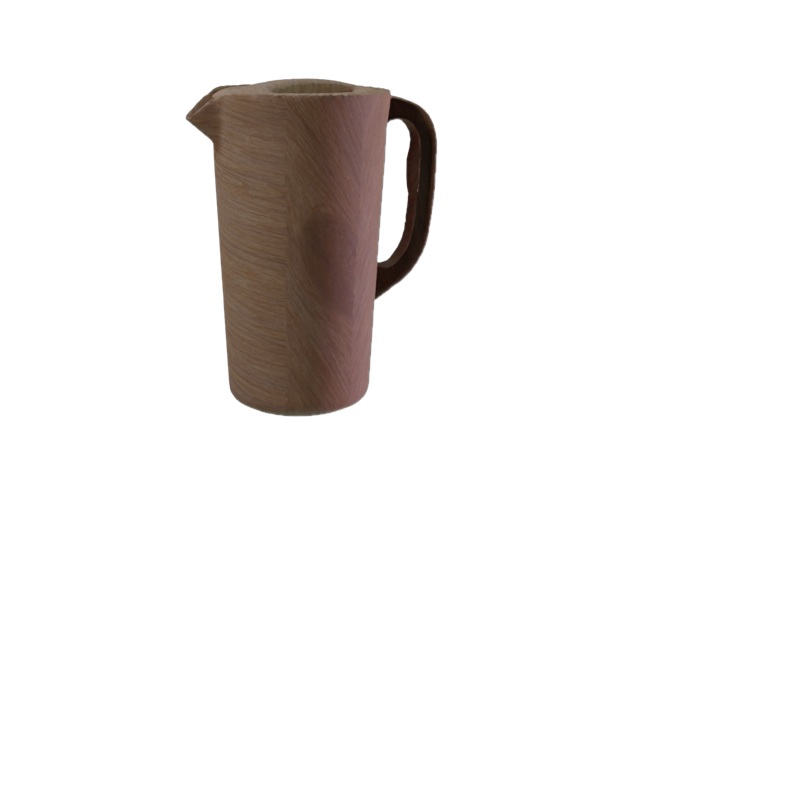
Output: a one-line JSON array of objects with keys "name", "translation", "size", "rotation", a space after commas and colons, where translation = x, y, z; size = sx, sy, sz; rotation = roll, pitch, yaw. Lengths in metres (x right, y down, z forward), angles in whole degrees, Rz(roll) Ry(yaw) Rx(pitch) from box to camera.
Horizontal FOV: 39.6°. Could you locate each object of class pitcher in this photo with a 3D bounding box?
[{"name": "pitcher", "translation": [-0.065, -0.119, 0.833], "size": [0.155, 0.236, 0.144], "rotation": [7, 16, 25]}]
